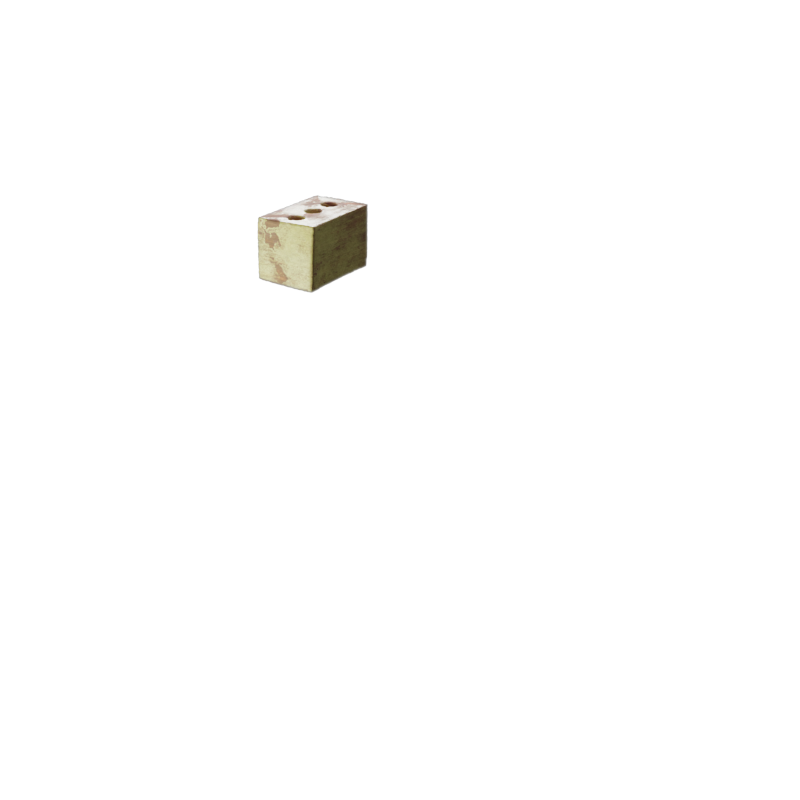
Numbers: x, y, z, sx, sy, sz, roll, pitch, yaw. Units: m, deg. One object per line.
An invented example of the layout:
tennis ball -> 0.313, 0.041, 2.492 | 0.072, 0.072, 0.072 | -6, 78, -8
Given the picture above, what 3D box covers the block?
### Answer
block -> -0.067, -0.122, 0.855 | 0.055, 0.049, 0.078 | 14, 26, 29
